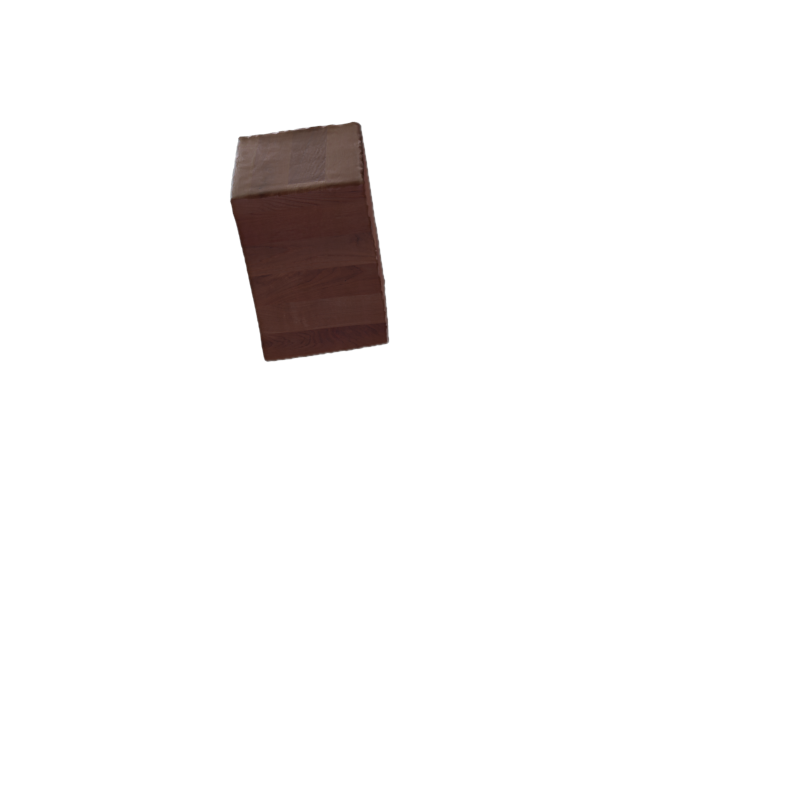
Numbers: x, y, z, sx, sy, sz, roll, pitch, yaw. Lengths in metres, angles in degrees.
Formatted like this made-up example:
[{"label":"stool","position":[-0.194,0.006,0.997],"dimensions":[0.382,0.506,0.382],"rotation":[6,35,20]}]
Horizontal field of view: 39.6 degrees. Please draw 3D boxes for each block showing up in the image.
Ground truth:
[{"label":"block","position":[-0.035,-0.064,0.447],"dimensions":[0.053,0.073,0.055],"rotation":[-6,34,2]}]
